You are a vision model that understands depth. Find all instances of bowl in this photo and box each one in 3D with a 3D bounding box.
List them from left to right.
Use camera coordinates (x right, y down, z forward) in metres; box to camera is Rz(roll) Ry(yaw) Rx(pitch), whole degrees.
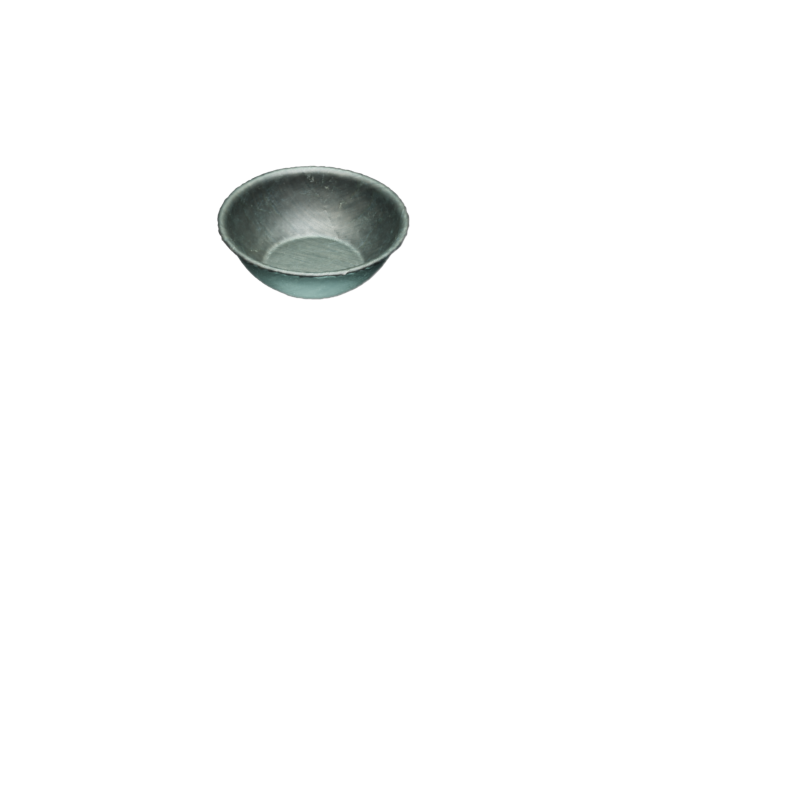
[{"bbox_3d":[-0.074,-0.135,0.947,0.162,0.051,0.174,-1,42,-2],"label":"bowl"}]
